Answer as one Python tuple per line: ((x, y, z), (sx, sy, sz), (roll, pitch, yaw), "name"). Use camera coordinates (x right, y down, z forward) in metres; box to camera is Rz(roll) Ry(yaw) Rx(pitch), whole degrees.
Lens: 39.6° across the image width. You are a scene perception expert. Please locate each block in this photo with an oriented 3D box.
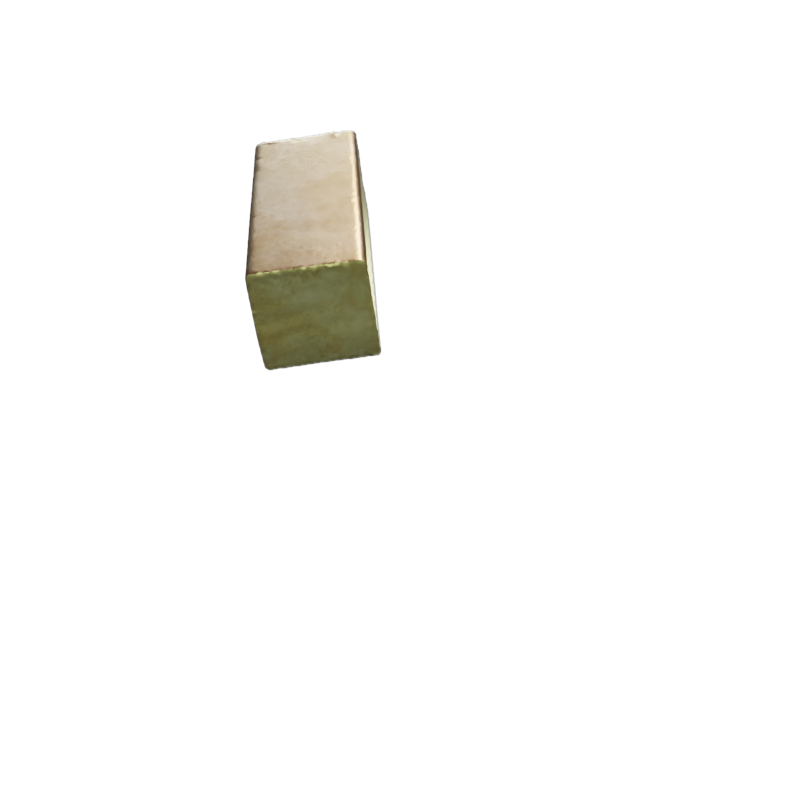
((-0.070, -0.128, 0.895), (0.091, 0.084, 0.221), (-8, 37, 2), "block")
